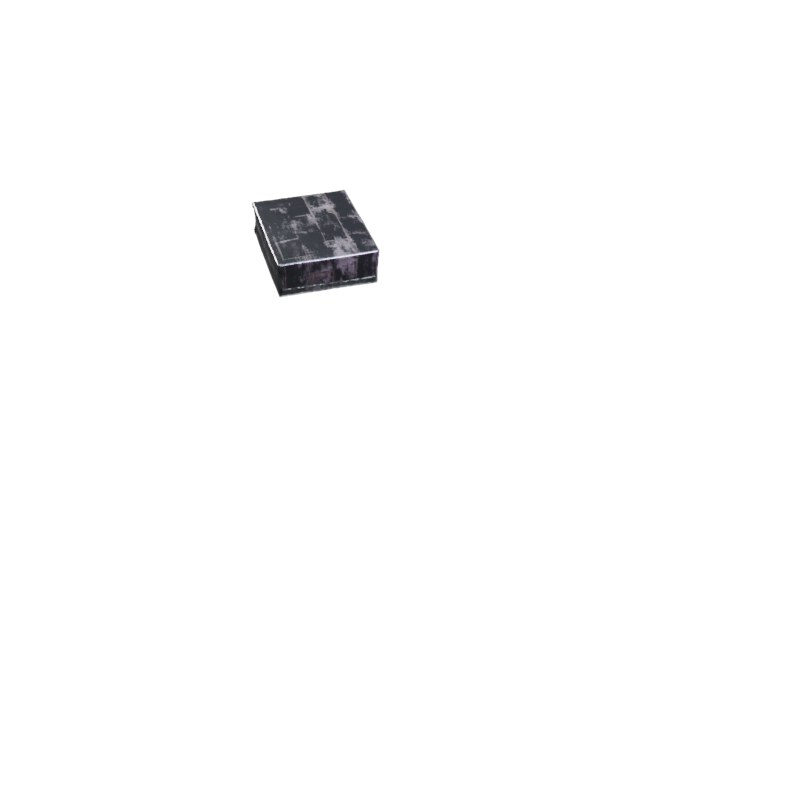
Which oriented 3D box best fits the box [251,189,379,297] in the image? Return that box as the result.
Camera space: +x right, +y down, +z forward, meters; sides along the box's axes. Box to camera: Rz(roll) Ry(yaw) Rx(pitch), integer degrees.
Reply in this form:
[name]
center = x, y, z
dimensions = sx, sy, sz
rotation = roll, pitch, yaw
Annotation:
[box]
center = -0.077, -0.141, 0.988
dimensions = 0.089, 0.036, 0.123
rotation = -10, 37, -14
